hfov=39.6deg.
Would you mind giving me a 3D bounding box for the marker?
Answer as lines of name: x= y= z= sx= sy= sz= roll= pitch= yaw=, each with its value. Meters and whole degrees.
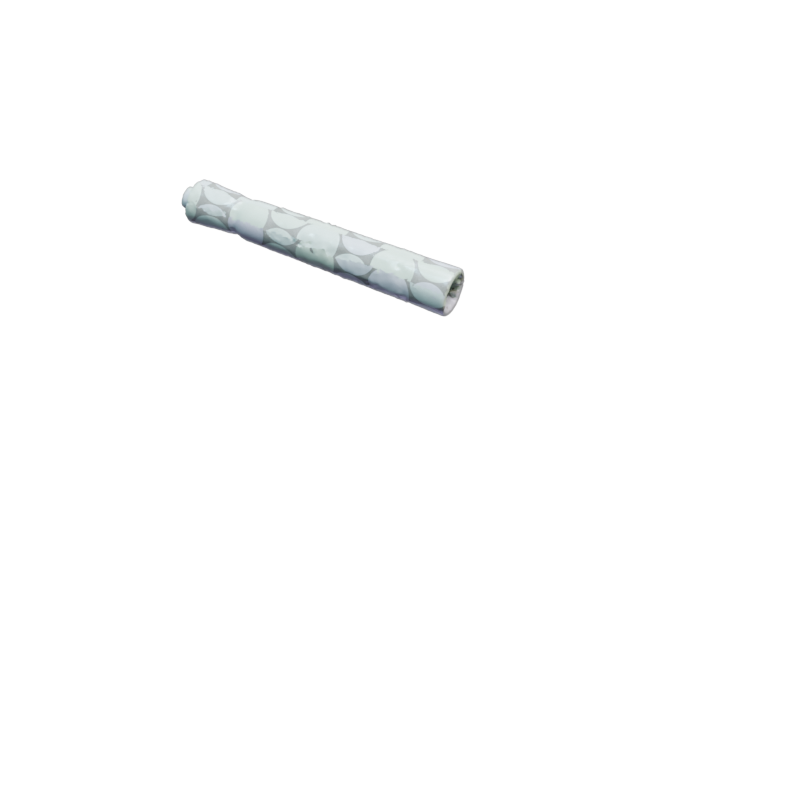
marker: x=-0.034 y=-0.061 z=0.431 sx=0.127 sy=0.019 sz=0.019 roll=23 pitch=12 yaw=23
